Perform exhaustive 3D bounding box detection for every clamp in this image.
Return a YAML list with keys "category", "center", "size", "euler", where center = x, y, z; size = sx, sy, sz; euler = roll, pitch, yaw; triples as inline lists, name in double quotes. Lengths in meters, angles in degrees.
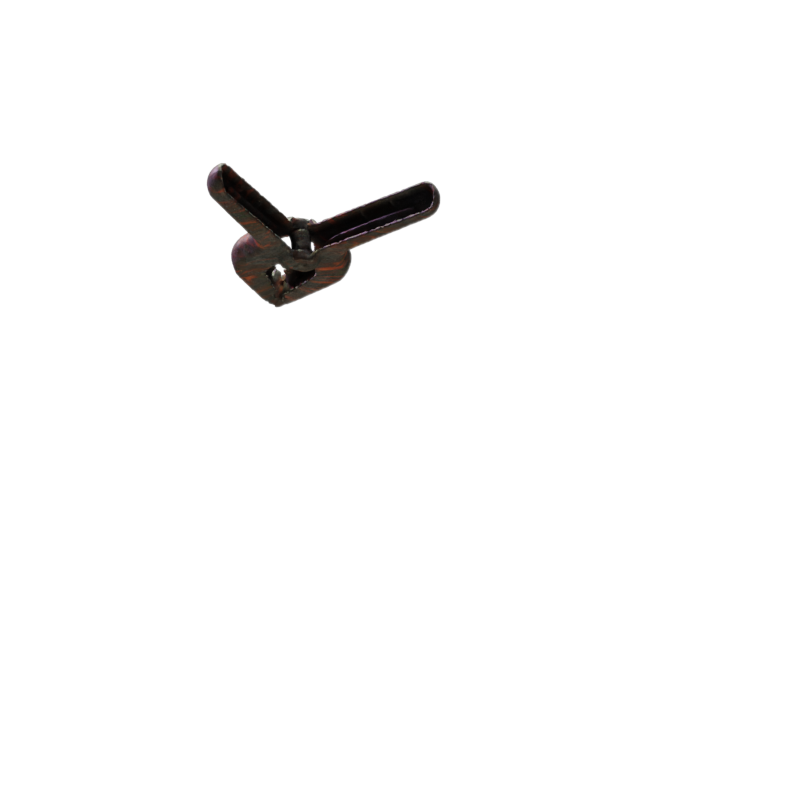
- category: "clamp"
  center: [-0.066, -0.121, 0.846]
  size: [0.163, 0.038, 0.202]
  euler: [3, -18, -8]
